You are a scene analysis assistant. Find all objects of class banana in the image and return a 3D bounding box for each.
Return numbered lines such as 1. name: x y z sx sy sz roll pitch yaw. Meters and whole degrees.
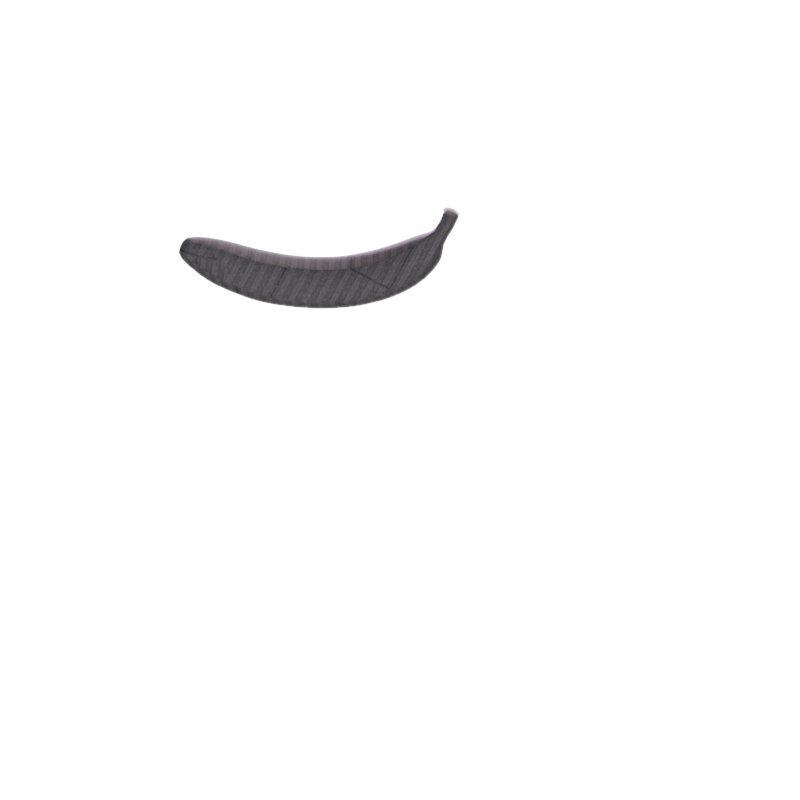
1. banana: -0.056 -0.097 0.795 0.198 0.066 0.039 -7 24 3
